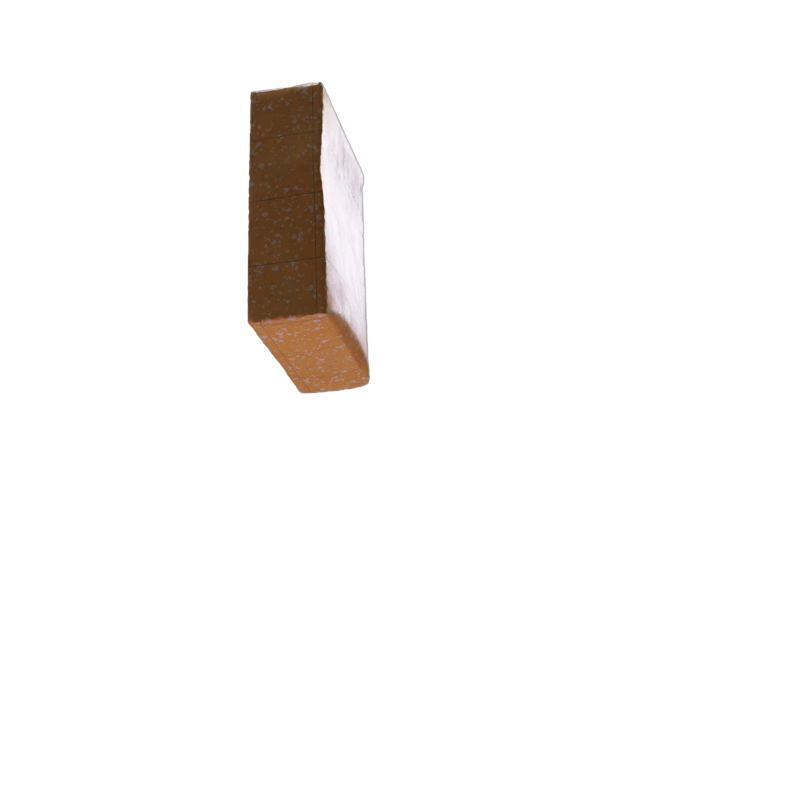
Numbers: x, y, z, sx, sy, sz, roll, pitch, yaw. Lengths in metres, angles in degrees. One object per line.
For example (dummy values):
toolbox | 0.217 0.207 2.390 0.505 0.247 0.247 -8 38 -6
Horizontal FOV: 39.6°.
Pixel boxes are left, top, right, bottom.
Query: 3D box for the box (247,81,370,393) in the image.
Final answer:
box | -0.073 -0.134 0.936 0.073 0.226 0.153 -7 -25 10
